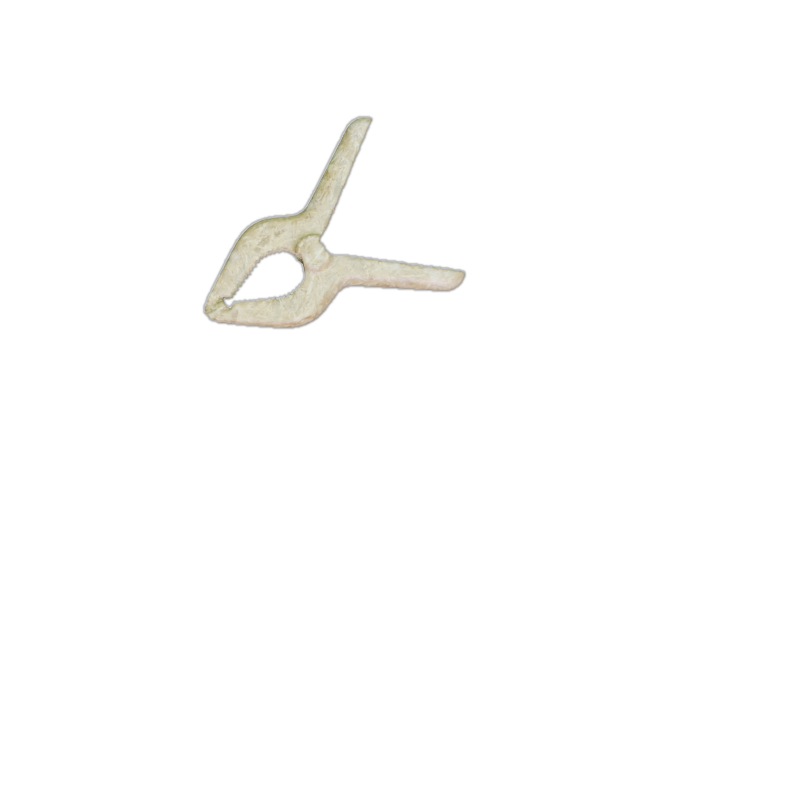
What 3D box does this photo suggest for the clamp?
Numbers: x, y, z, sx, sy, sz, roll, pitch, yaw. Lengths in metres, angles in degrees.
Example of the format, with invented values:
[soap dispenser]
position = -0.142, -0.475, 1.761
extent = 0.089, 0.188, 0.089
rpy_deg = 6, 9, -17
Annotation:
[clamp]
position = -0.072, -0.132, 0.922
extent = 0.209, 0.169, 0.035
rpy_deg = -23, -9, -4
